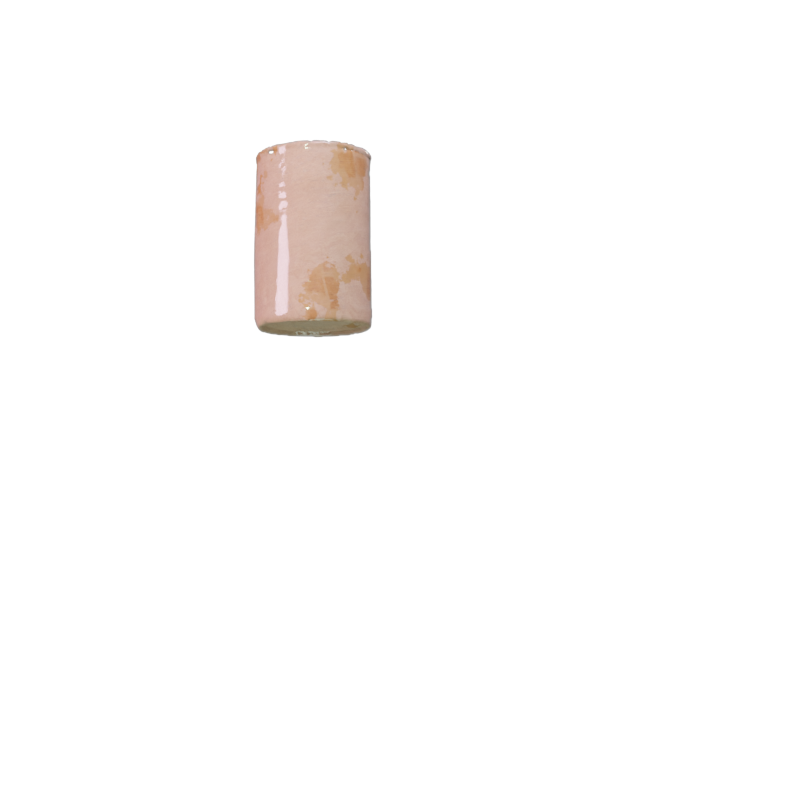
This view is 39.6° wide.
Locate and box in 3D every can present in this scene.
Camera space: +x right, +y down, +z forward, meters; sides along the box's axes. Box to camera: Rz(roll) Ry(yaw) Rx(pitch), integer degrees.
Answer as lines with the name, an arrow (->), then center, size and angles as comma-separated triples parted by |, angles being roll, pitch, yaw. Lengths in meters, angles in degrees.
can -> -0.050, -0.092, 0.641 | 0.068, 0.105, 0.067 | 0, -11, -2
